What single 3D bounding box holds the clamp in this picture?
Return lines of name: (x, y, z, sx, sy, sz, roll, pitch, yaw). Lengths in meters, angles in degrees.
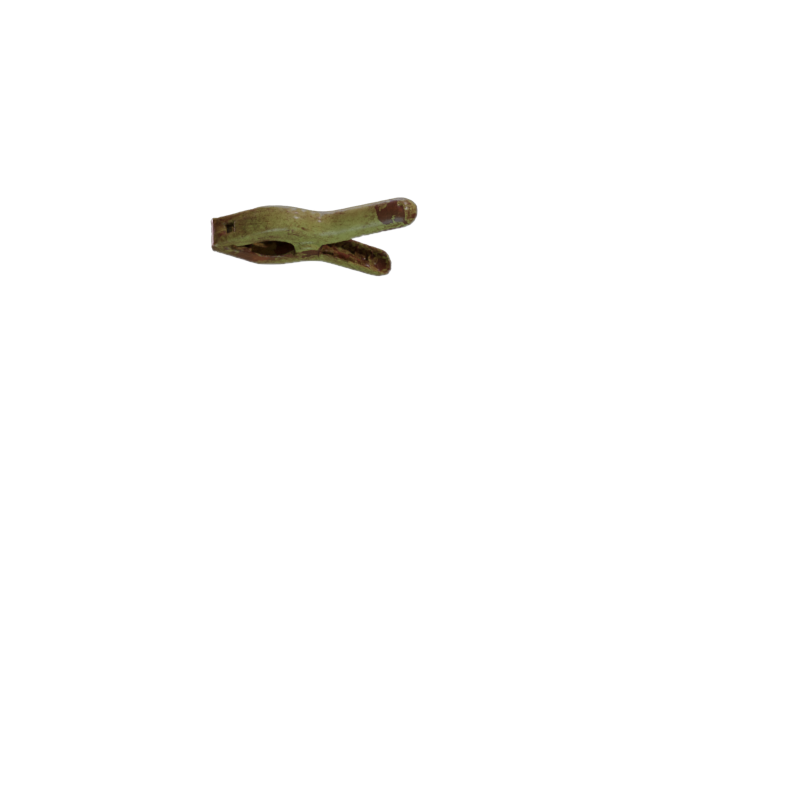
clamp: (-0.074, -0.135, 0.949, 0.171, 0.042, 0.113, 0, -26, 0)
